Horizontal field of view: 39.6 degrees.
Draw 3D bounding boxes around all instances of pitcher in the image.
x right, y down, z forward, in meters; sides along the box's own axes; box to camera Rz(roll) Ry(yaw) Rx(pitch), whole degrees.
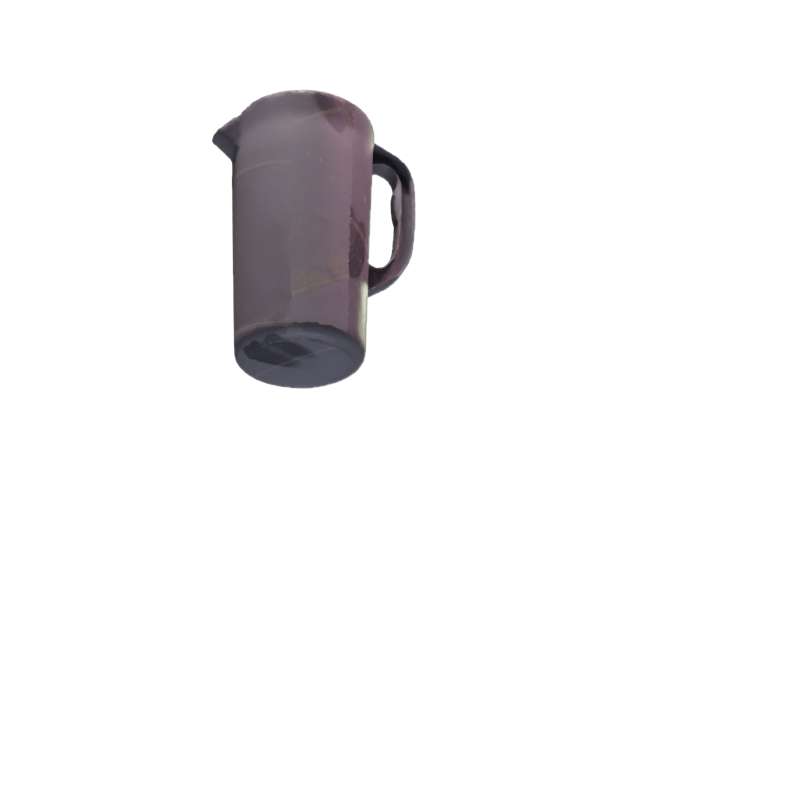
[{"bbox_3d":[-0.076,-0.138,0.965,0.151,0.259,0.134,-14,-32,21],"label":"pitcher"}]
